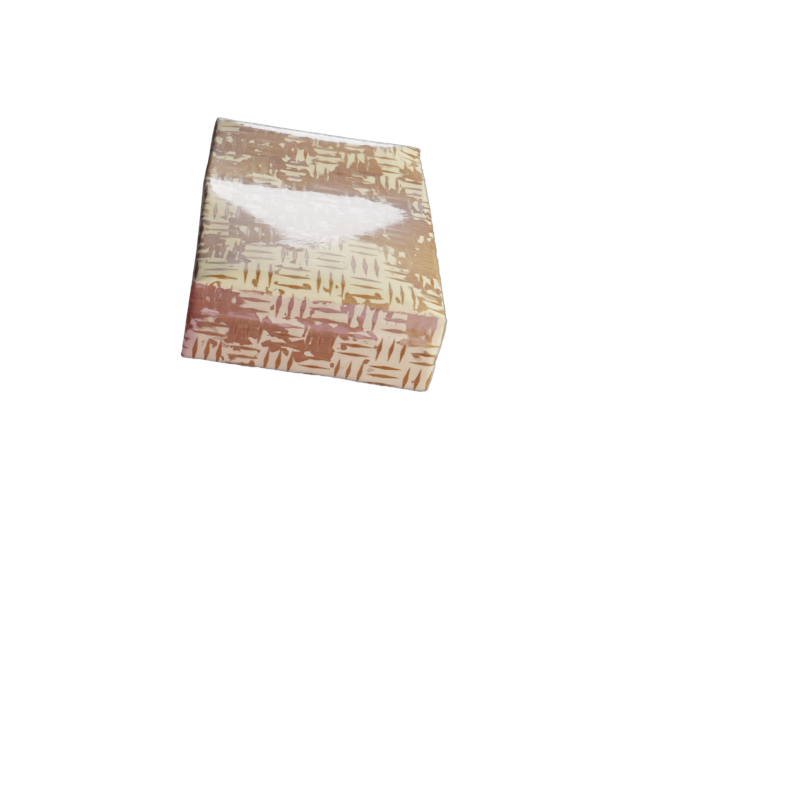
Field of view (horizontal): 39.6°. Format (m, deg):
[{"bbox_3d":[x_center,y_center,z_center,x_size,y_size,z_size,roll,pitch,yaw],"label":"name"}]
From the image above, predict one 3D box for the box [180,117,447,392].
[{"bbox_3d":[-0.061,-0.111,0.778,0.162,0.068,0.229,7,40,-9],"label":"box"}]
